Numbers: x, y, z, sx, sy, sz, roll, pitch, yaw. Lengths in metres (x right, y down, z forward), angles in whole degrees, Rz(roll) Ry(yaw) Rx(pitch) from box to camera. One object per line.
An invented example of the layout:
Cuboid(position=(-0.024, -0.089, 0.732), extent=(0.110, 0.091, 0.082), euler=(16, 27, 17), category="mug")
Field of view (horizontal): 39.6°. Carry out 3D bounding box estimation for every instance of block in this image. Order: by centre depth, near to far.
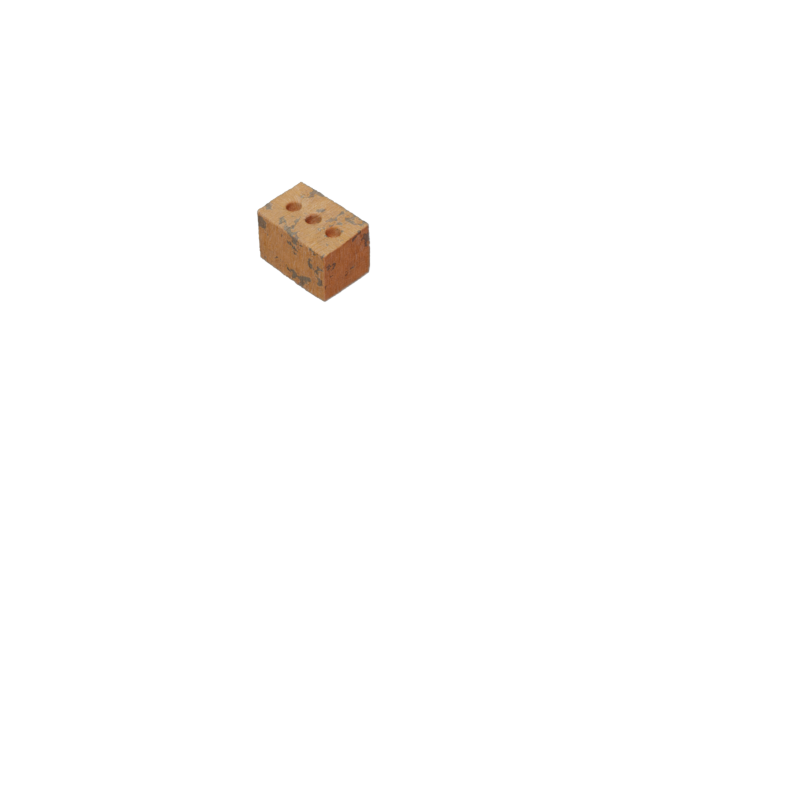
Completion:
Cuboid(position=(-0.069, -0.126, 0.882), extent=(0.083, 0.048, 0.053), euler=(35, 54, 28), category="block")
